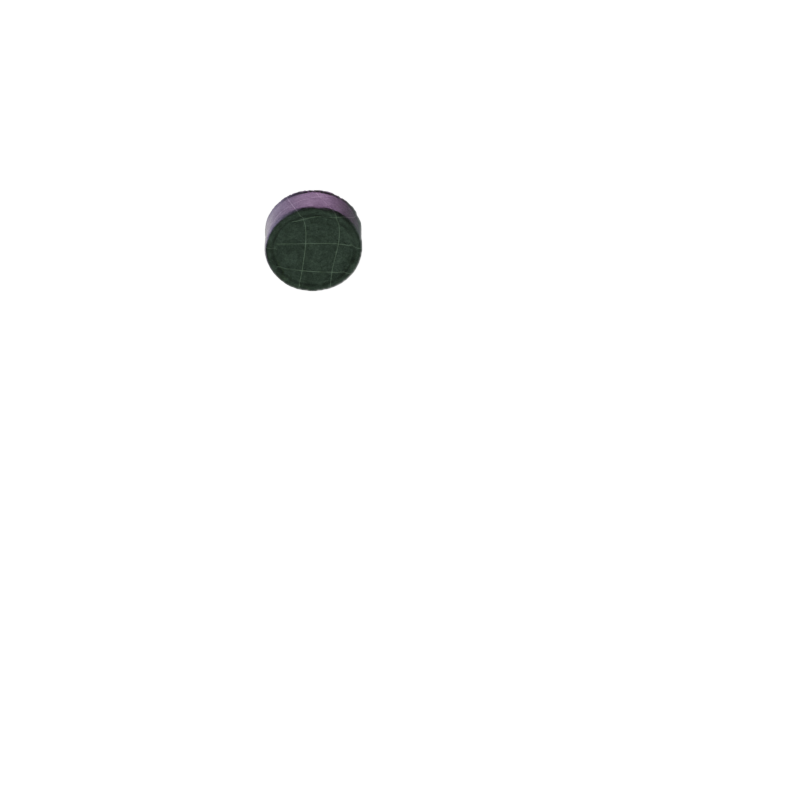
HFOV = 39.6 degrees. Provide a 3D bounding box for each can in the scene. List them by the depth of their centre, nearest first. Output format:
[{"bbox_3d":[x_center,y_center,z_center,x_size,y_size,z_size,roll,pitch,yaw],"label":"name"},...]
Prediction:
[{"bbox_3d":[-0.076,-0.138,0.966,0.086,0.081,0.036,1,34,-1],"label":"can"}]
